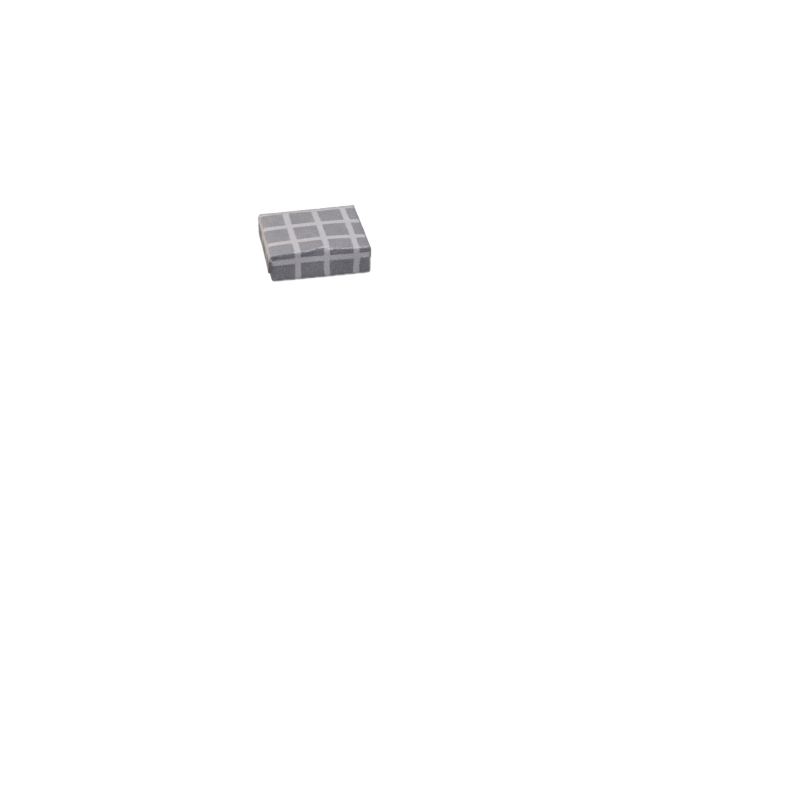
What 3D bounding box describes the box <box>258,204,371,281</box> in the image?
[{"bbox_3d":[-0.076,-0.138,0.968,0.088,0.028,0.079,-7,37,-9],"label":"box"}]
